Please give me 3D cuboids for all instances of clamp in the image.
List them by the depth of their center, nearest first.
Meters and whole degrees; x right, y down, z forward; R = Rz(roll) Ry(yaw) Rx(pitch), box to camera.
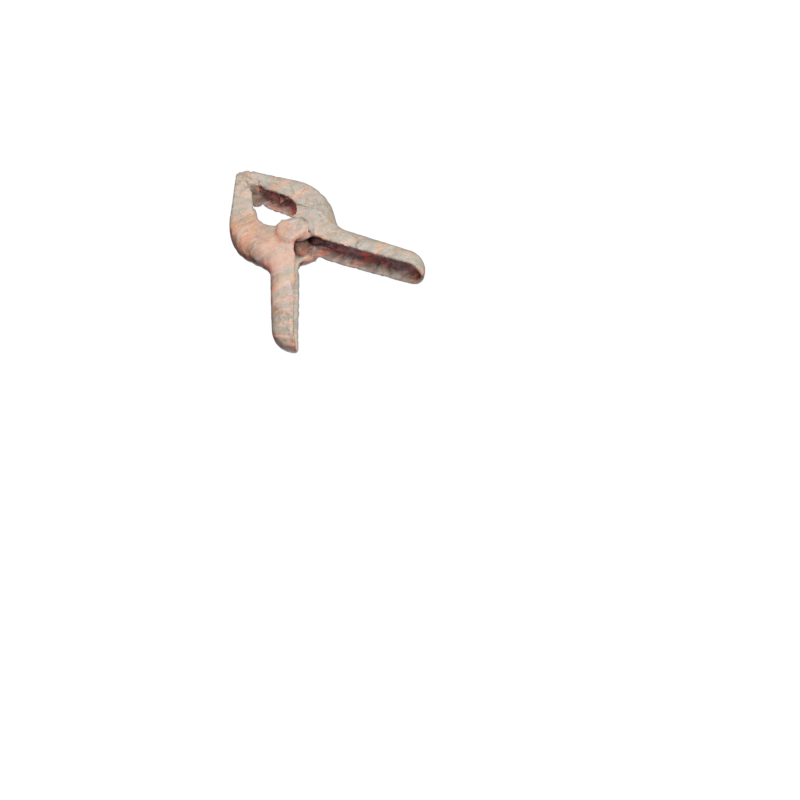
[{"bbox_3d":[-0.064,-0.117,0.816,0.119,0.185,0.036,-19,-37,-16],"label":"clamp"}]
